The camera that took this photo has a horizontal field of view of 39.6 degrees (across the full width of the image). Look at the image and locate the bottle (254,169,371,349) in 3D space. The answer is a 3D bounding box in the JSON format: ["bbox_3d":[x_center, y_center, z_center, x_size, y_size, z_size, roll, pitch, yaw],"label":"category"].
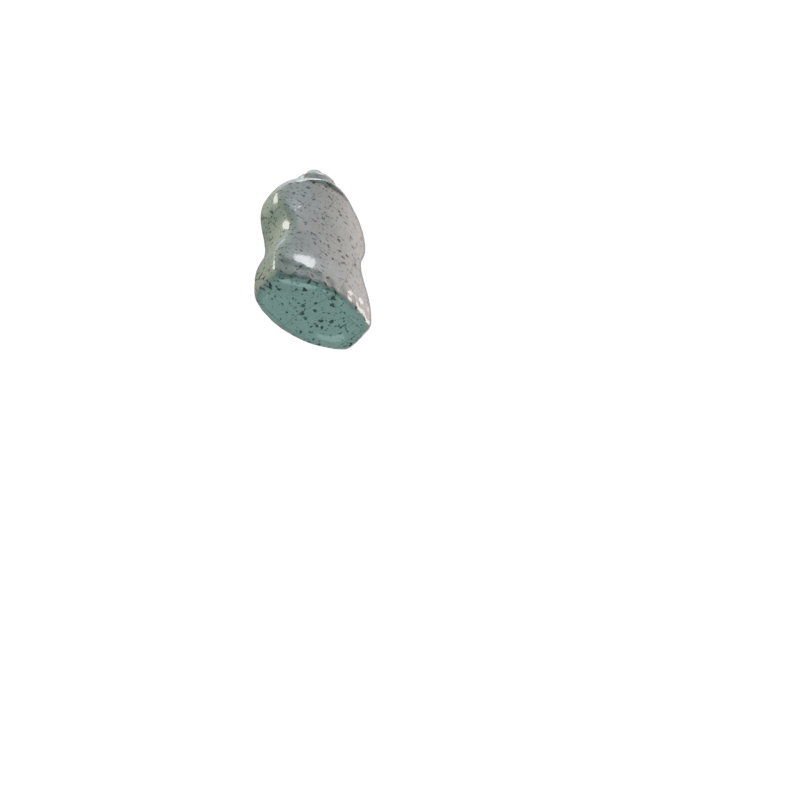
[{"bbox_3d":[-0.073,-0.133,0.932,0.092,0.206,0.057,26,-55,-24],"label":"bottle"}]
